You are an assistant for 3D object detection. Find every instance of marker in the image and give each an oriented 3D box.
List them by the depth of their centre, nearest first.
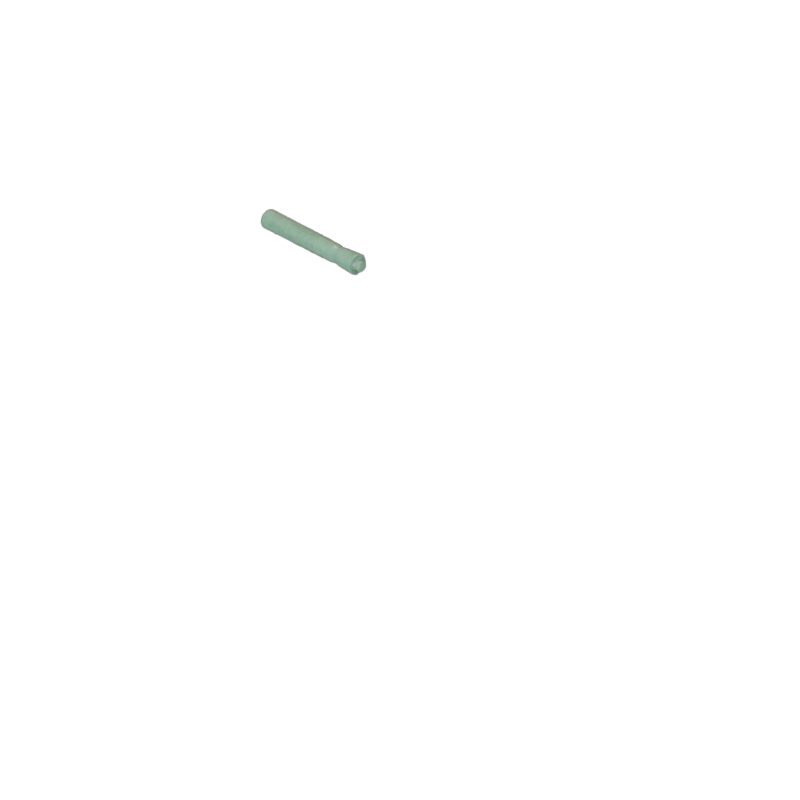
[{"bbox_3d":[-0.074,-0.135,0.944,0.019,0.019,0.129,-4,27,-46],"label":"marker"}]
